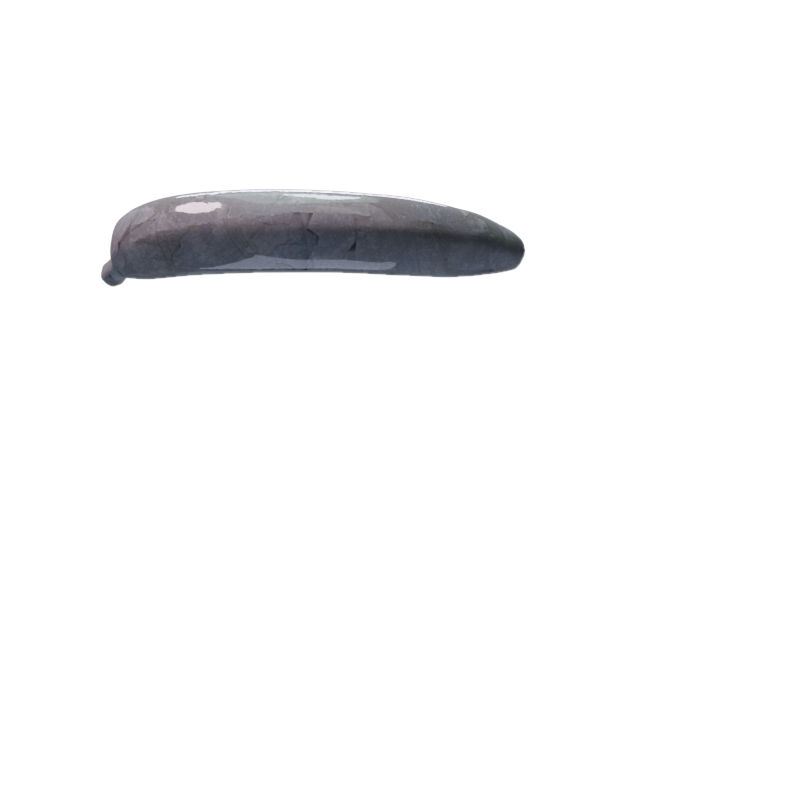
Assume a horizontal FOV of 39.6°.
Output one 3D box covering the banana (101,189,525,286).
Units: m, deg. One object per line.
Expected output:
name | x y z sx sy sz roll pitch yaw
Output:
banana | -0.044 -0.072 0.487 0.199 0.037 0.068 0 -1 7
